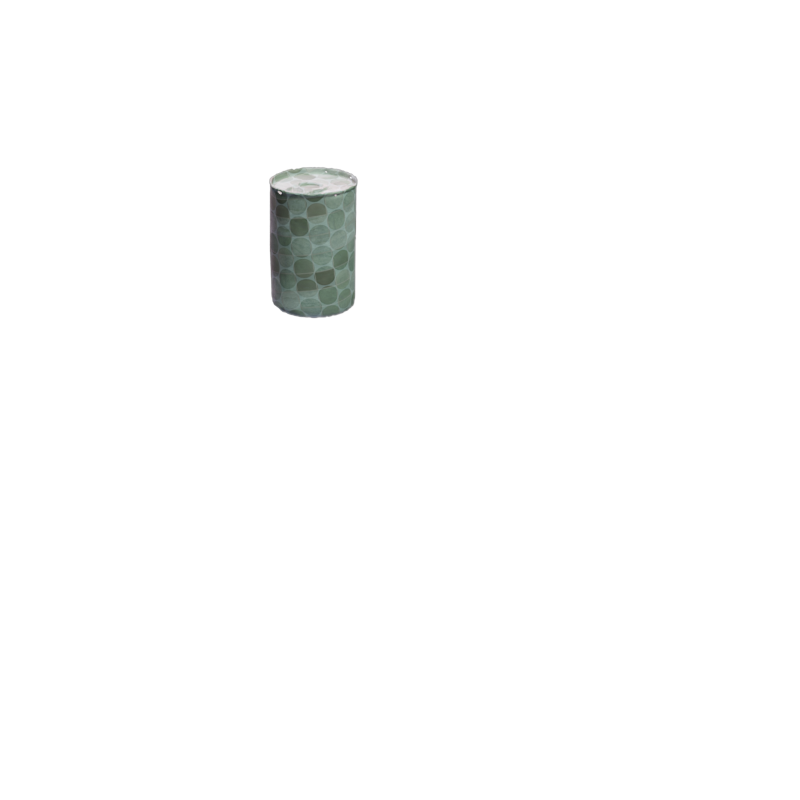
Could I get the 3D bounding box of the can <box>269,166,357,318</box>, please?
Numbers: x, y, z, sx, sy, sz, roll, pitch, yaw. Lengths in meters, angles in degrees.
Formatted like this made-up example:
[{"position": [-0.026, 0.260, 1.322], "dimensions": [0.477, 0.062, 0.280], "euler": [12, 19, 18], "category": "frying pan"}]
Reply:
[{"position": [-0.068, -0.123, 0.865], "dimensions": [0.068, 0.097, 0.072], "euler": [0, 23, -2], "category": "can"}]
